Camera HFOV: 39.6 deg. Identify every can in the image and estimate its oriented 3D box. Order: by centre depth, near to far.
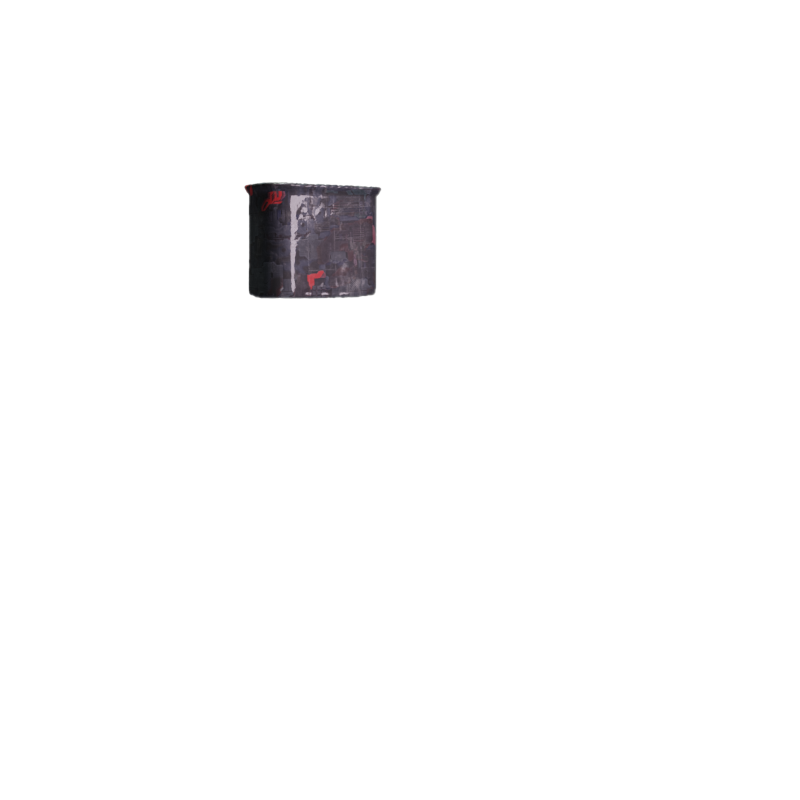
[{"bbox_3d":[-0.065,-0.119,0.834,0.098,0.084,0.060,-2,2,-32],"label":"can"}]
